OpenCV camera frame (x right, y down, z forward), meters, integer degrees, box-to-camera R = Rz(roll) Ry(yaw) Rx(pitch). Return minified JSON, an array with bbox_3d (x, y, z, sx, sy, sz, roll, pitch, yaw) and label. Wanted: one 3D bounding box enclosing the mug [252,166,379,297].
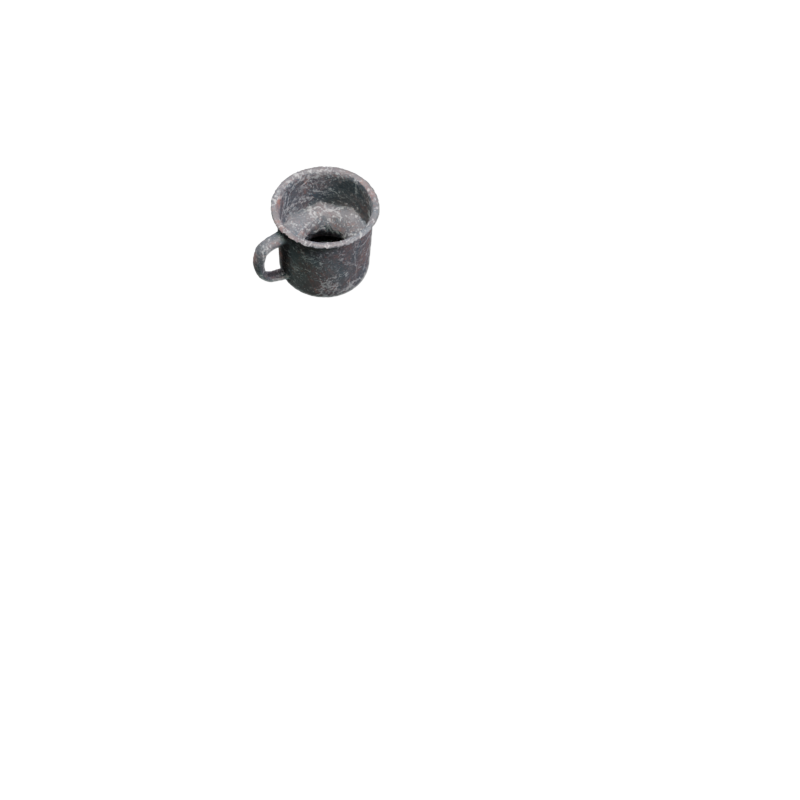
[{"bbox_3d":[-0.076,-0.138,0.969,0.117,0.100,0.076,-30,-30,-21],"label":"mug"}]
